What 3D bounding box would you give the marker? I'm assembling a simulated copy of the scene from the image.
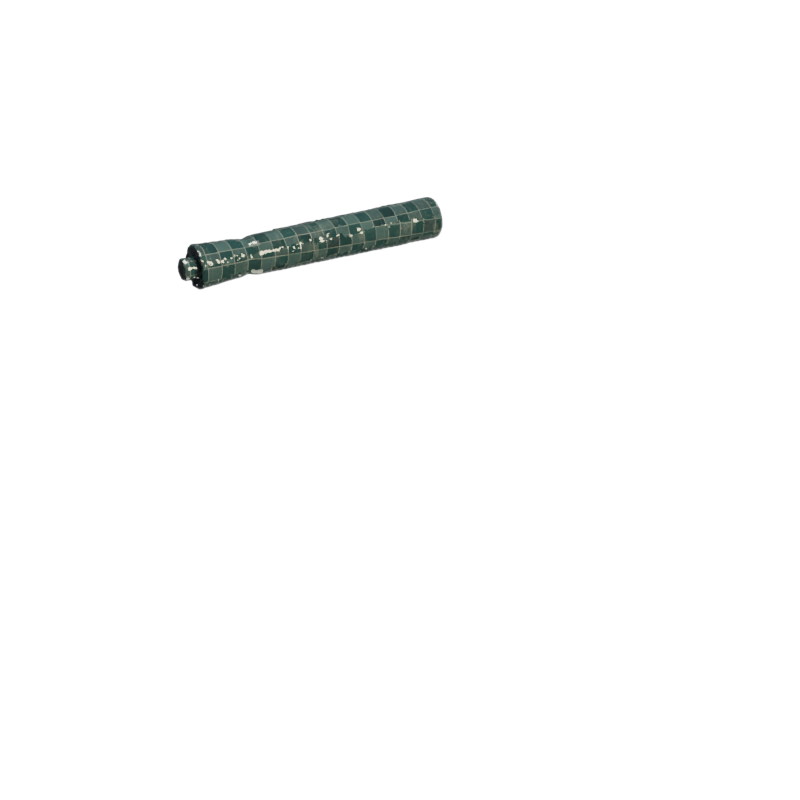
[{"bbox_3d":[-0.037,-0.067,0.472,0.119,0.019,0.020,-16,11,-26],"label":"marker"}]
